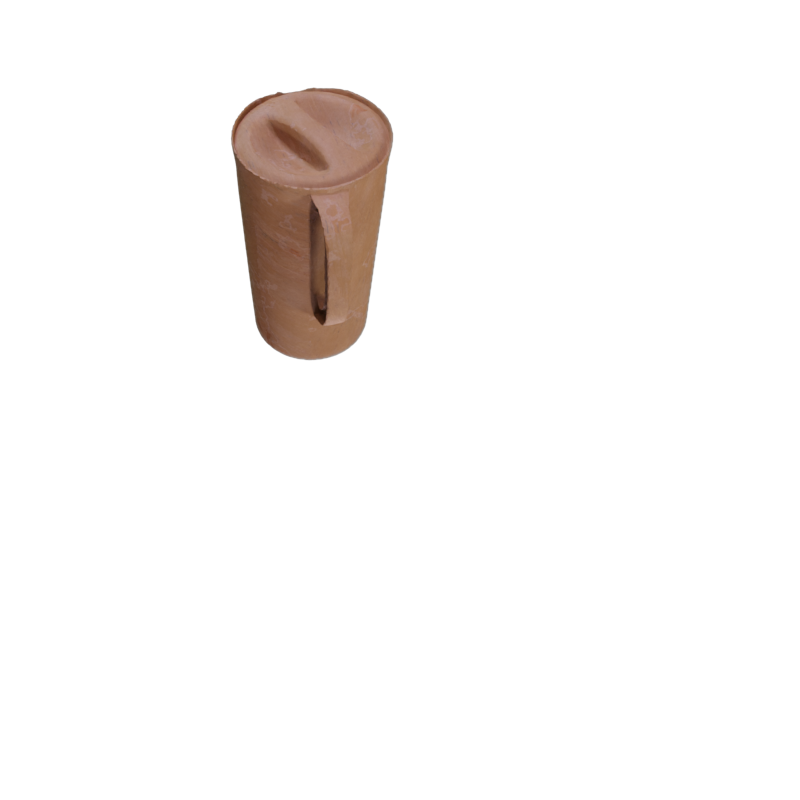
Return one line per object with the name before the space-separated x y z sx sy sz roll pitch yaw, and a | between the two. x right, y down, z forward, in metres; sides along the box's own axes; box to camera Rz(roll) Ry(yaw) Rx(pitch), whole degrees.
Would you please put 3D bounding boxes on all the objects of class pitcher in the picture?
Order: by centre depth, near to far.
pitcher | -0.077 -0.140 0.981 0.151 0.226 0.154 25 52 17
